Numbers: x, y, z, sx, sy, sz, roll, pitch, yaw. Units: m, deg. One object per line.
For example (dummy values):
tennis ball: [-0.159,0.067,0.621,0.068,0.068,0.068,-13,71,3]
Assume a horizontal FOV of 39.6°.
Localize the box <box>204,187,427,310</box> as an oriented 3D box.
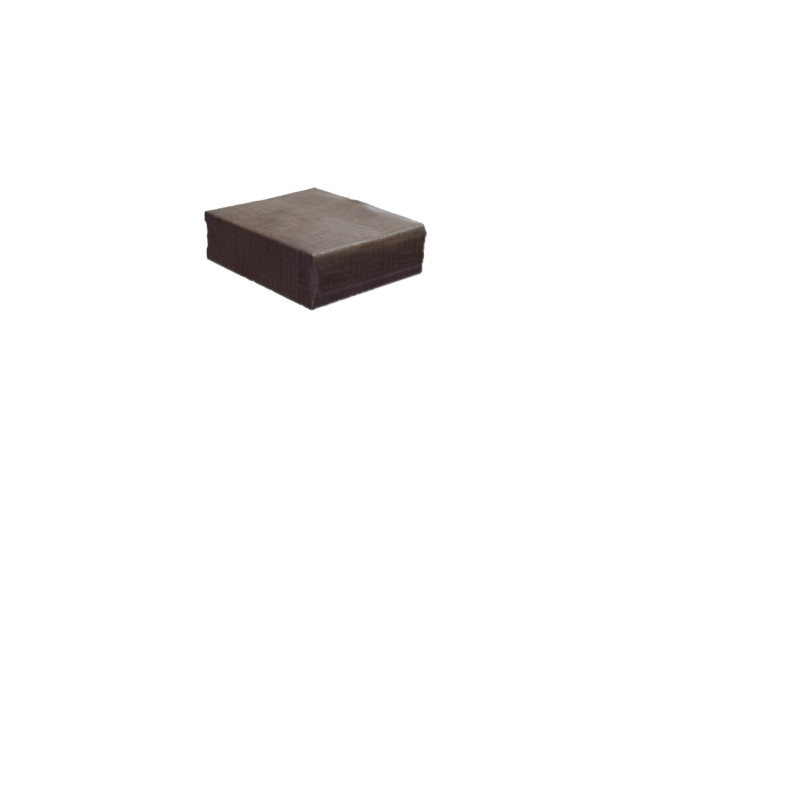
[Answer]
box: [-0.043,-0.079,0.554,0.072,0.029,0.095,-20,32,-37]
